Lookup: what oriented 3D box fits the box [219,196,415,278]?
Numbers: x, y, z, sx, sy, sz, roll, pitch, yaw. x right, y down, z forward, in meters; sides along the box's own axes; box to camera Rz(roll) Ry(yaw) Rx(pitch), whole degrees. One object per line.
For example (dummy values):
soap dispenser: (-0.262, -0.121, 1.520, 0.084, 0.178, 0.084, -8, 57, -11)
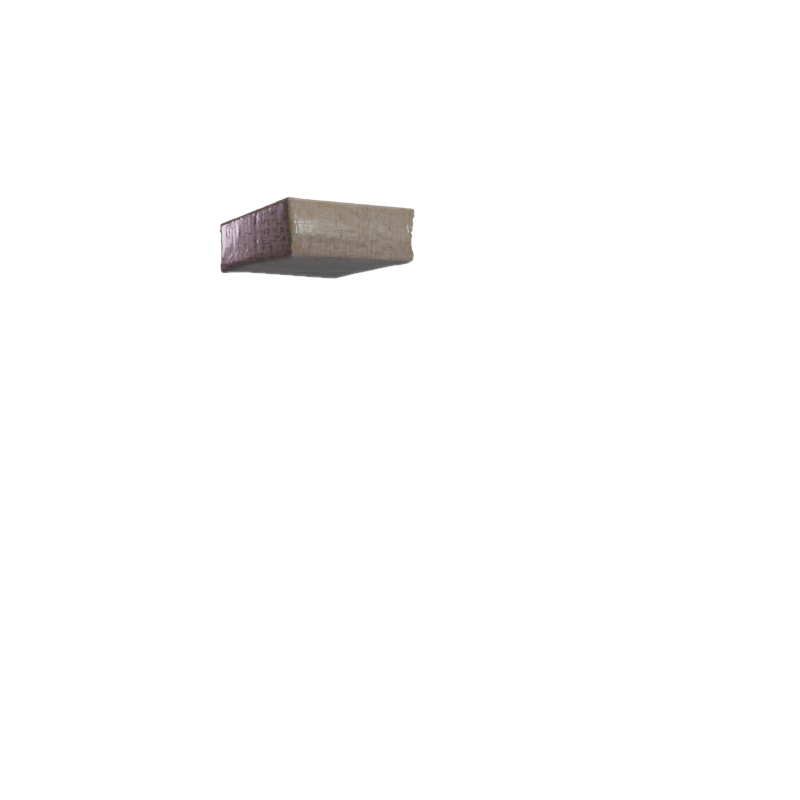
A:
box: (-0.057, -0.103, 0.724, 0.087, 0.039, 0.117, 0, 1, -29)
